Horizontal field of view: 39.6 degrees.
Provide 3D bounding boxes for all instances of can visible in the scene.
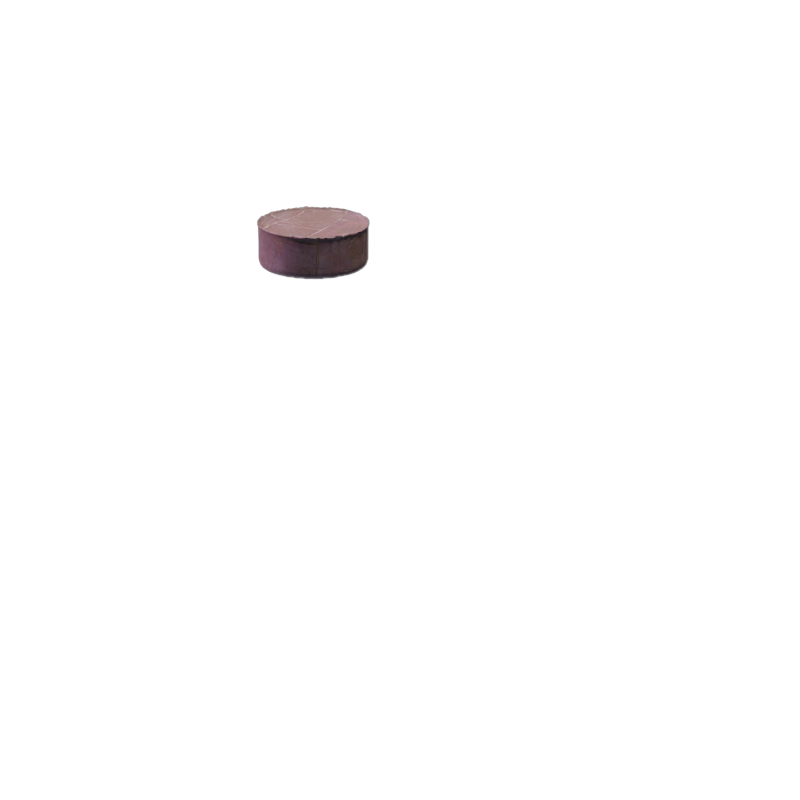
[{"bbox_3d":[-0.066,-0.121,0.846,0.086,0.032,0.090,-1,23,-2],"label":"can"}]
